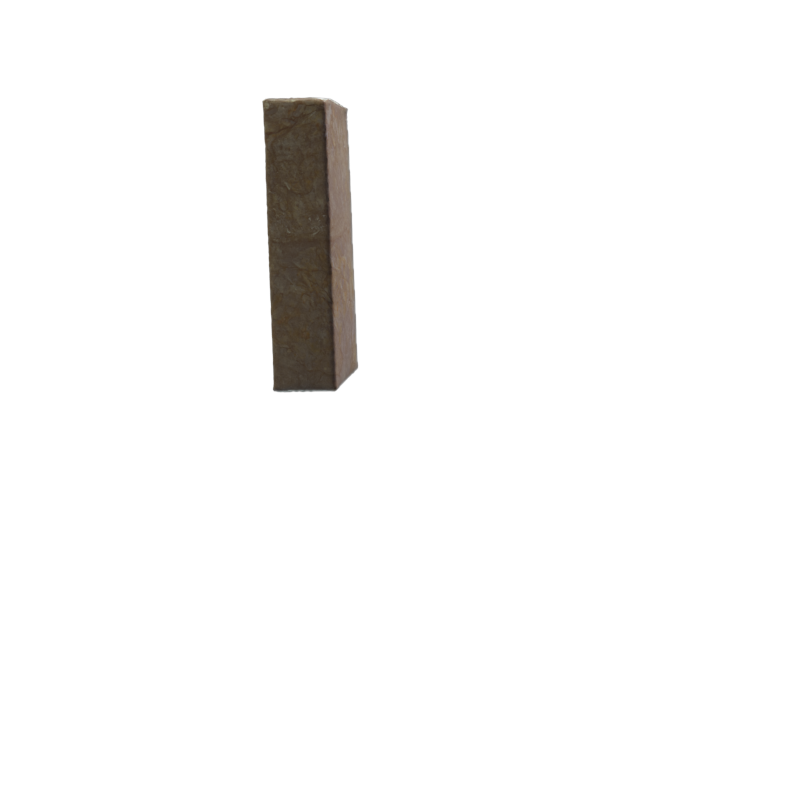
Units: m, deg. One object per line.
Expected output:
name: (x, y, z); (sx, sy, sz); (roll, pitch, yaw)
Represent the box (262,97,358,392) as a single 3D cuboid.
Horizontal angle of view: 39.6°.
box: (-0.055, -0.100, 0.700); (0.049, 0.175, 0.093); (1, 5, 7)
